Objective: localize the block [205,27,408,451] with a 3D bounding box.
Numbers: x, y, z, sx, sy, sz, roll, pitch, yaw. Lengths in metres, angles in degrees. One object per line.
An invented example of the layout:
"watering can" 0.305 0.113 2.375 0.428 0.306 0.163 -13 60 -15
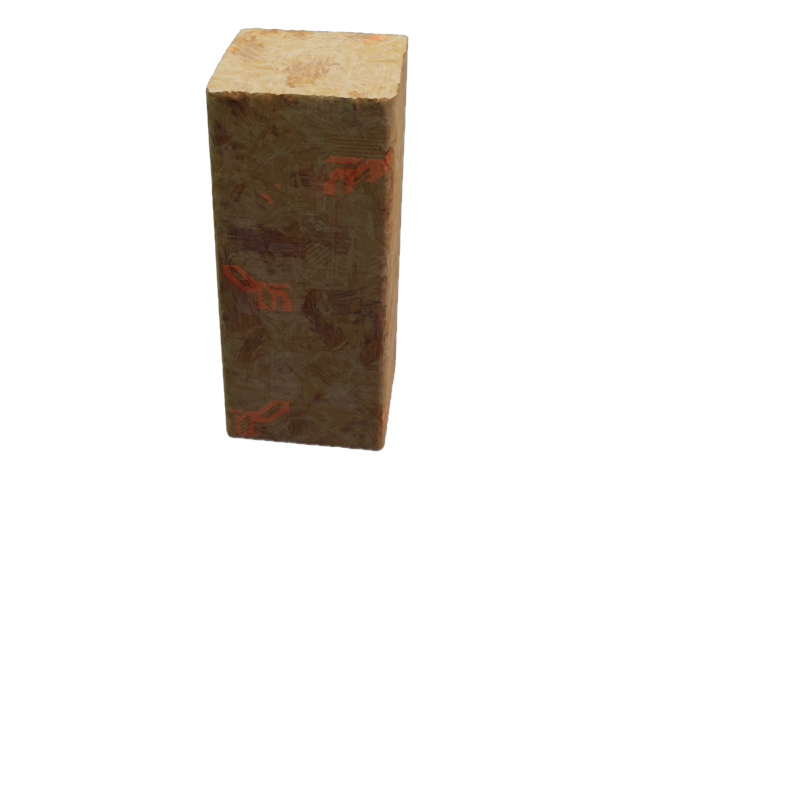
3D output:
"block" -0.047 -0.084 0.591 0.091 0.194 0.095 5 33 4
